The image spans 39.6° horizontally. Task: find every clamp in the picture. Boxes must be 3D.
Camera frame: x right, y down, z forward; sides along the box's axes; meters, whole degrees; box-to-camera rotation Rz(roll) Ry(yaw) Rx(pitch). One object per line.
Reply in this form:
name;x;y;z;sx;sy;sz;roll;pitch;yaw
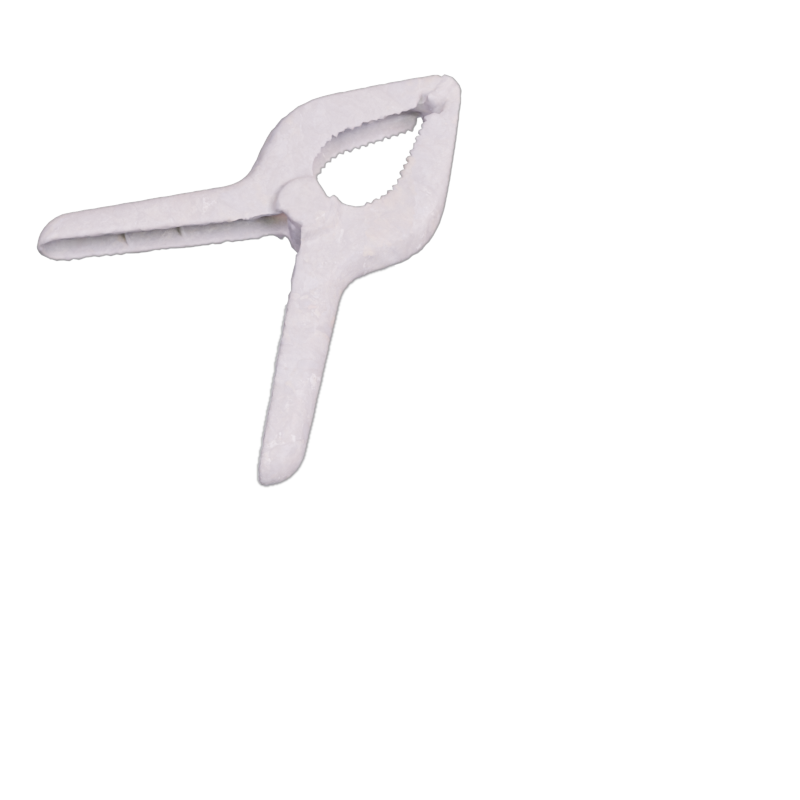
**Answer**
clamp;-0.041;-0.074;0.519;0.211;0.173;0.034;-36;-19;-14
